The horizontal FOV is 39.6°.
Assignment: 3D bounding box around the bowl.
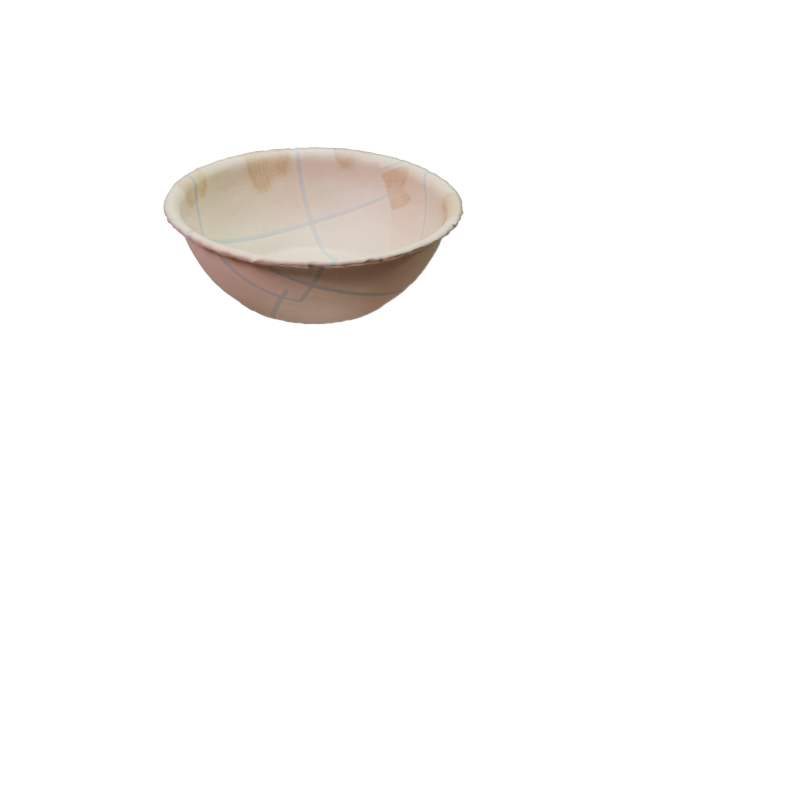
[{"bbox_3d":[-0.048,-0.088,0.613,0.162,0.052,0.172,-1,31,-2],"label":"bowl"}]
